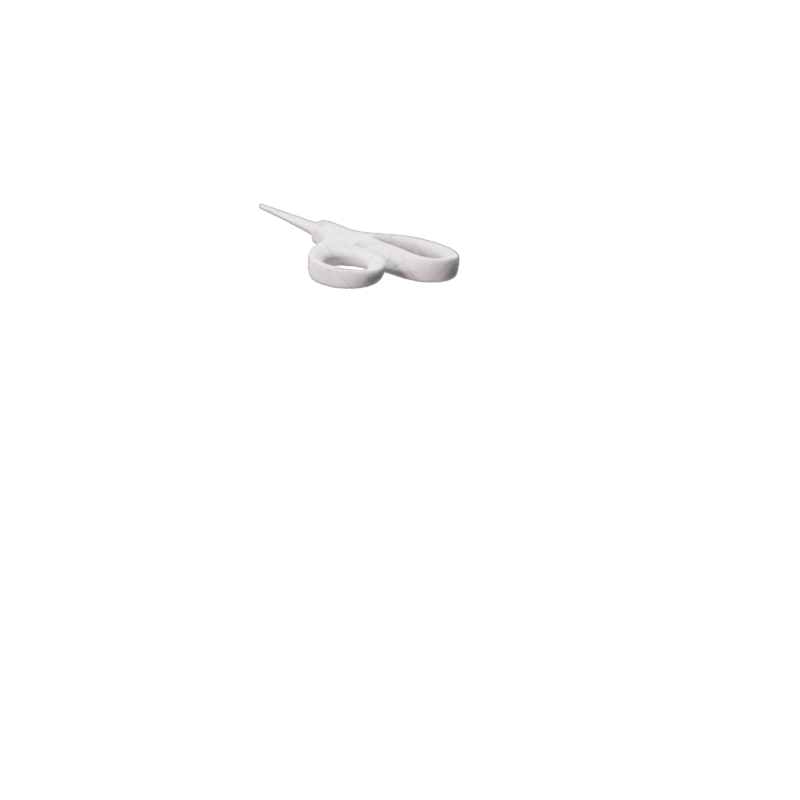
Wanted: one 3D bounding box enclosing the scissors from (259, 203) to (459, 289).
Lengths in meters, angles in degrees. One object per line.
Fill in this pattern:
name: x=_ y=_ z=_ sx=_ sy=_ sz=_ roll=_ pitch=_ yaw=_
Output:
scissors: x=-0.055 y=-0.100 z=0.697 sx=0.214 sy=0.015 sz=0.095 roll=20 pitch=29 yaw=41
